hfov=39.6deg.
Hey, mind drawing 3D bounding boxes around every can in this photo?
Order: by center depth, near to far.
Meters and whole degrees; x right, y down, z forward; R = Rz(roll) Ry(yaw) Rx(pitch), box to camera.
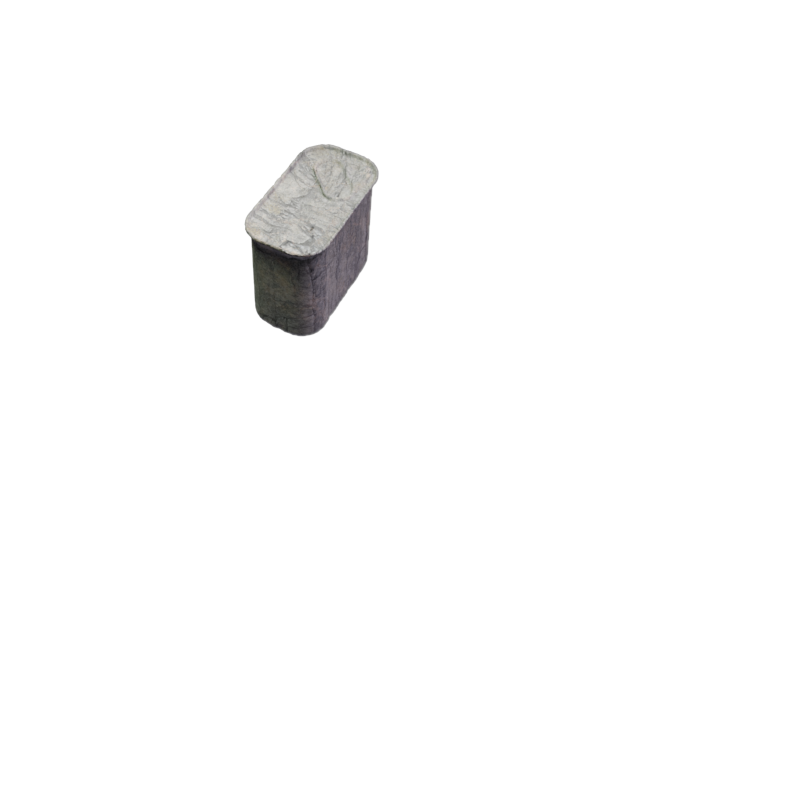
[{"bbox_3d":[-0.058,-0.105,0.738,0.059,0.105,0.078,21,-37,15],"label":"can"}]
